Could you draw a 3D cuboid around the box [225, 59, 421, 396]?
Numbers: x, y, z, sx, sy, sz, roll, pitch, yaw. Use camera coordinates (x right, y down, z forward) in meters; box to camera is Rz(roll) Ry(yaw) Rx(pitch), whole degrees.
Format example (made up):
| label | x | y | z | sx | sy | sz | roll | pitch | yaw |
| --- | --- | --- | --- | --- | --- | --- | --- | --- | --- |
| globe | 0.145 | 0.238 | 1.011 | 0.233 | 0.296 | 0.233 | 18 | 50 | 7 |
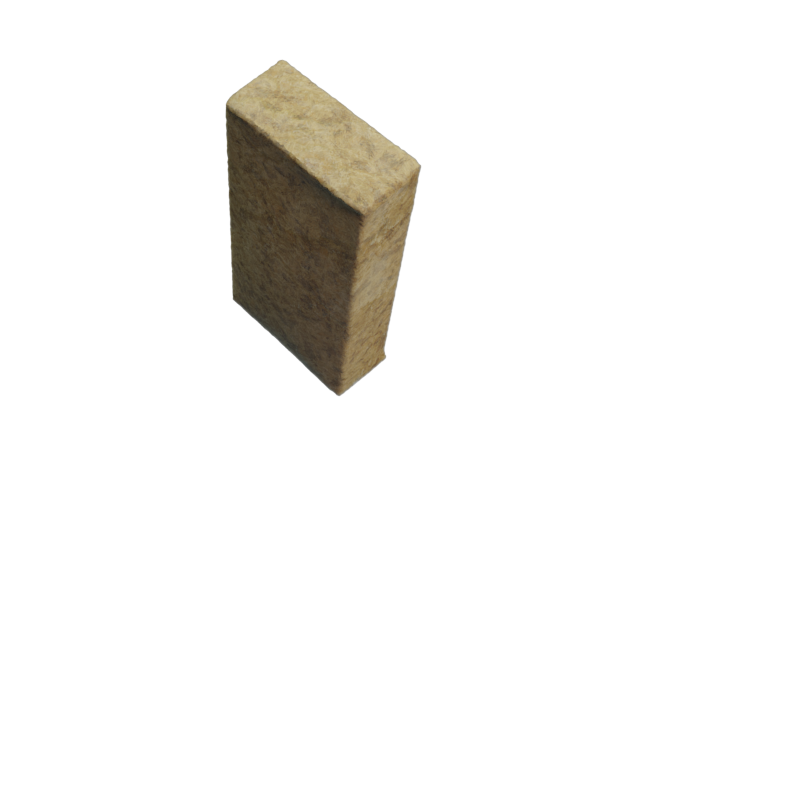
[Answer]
| label | x | y | z | sx | sy | sz | roll | pitch | yaw |
| --- | --- | --- | --- | --- | --- | --- | --- | --- | --- |
| box | -0.045 | -0.082 | 0.572 | 0.049 | 0.098 | 0.166 | -41 | -19 | -22 |
